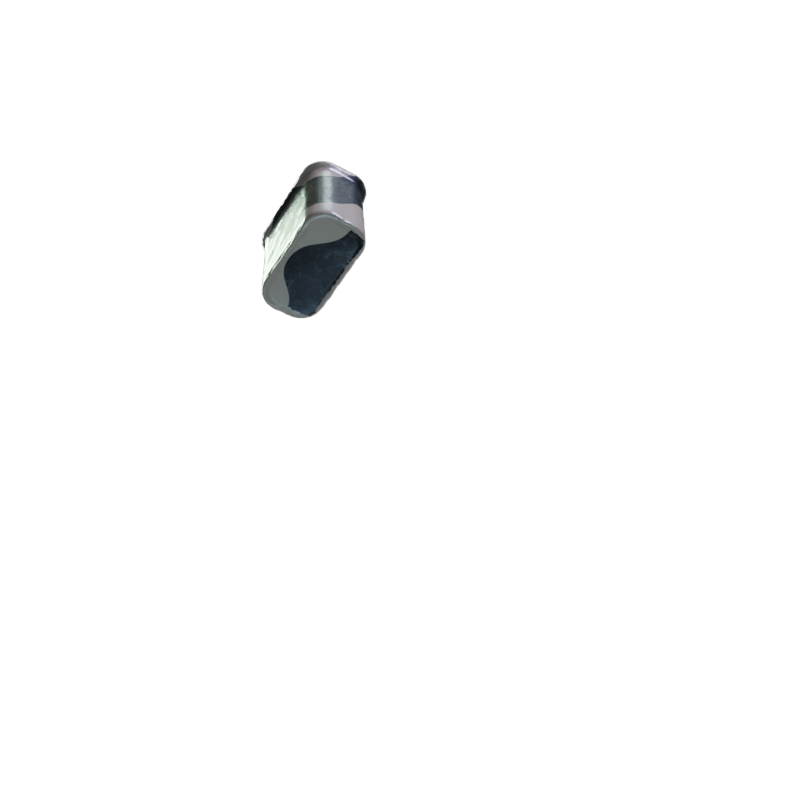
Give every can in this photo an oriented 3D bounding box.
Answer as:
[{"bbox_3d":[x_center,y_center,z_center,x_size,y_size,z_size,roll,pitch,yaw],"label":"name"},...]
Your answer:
[{"bbox_3d":[-0.069,-0.126,0.883,0.055,0.099,0.089,26,29,-20],"label":"can"}]
